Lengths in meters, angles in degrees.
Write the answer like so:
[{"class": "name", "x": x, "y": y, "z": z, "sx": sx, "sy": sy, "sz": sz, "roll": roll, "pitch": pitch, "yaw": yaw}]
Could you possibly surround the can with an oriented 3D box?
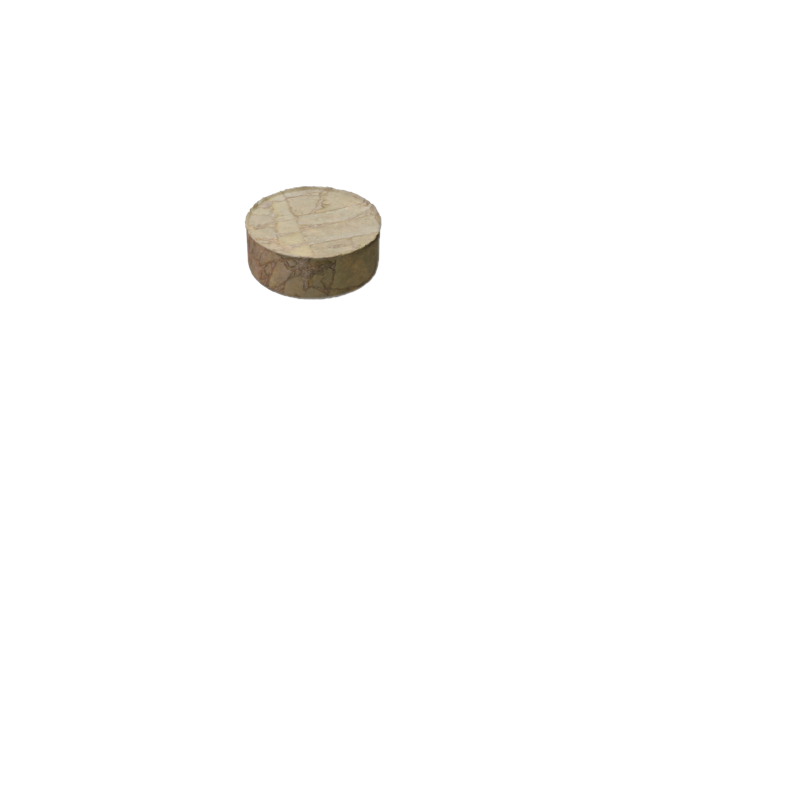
[{"class": "can", "x": -0.055, "y": -0.101, "z": 0.704, "sx": 0.086, "sy": 0.031, "sz": 0.092, "roll": -1, "pitch": 38, "yaw": -2}]
